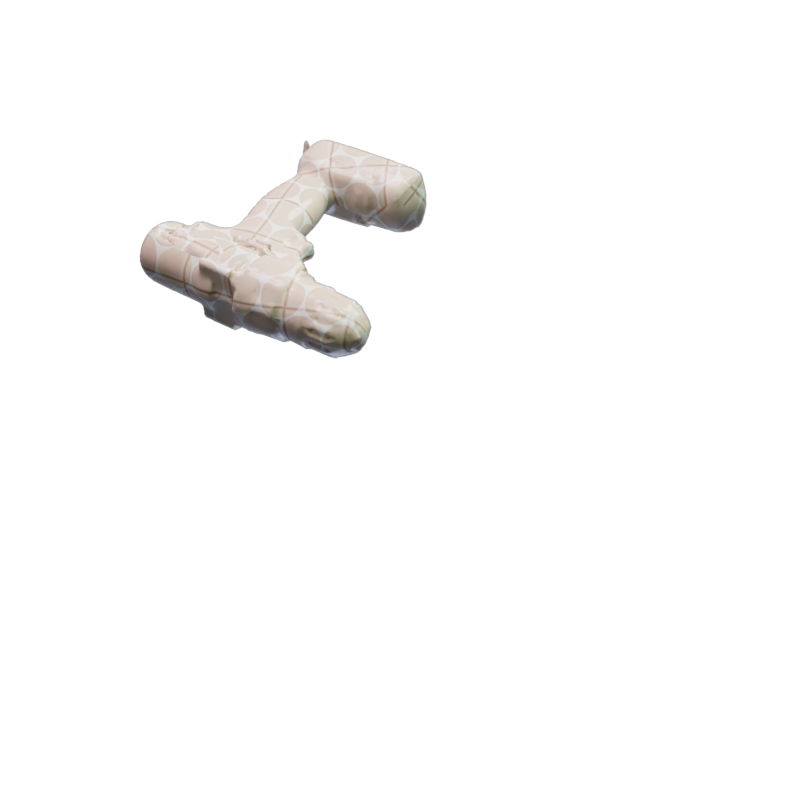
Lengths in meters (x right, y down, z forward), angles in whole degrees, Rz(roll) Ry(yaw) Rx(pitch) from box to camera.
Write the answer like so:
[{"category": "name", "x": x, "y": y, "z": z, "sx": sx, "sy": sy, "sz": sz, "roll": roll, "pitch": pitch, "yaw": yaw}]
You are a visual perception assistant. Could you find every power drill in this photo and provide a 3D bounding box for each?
[{"category": "power drill", "x": -0.061, "y": -0.112, "z": 0.784, "sx": 0.195, "sy": 0.054, "sz": 0.190, "roll": 24, "pitch": 44, "yaw": 27}]
